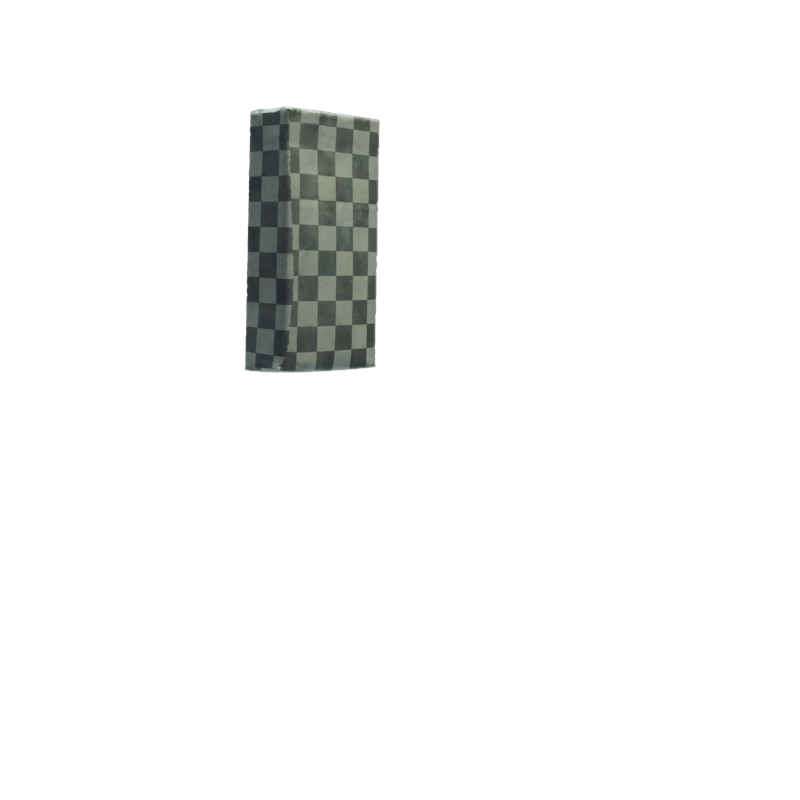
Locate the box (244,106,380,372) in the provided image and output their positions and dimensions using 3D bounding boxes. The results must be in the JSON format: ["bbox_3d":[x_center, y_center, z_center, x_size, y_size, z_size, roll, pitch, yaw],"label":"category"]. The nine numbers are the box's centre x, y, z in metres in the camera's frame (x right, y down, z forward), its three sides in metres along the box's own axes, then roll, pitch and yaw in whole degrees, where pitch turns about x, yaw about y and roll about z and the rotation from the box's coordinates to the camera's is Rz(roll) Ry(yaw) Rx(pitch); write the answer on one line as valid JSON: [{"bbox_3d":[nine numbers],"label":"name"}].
[{"bbox_3d":[-0.060,-0.109,0.763,0.050,0.177,0.090,-2,-2,43],"label":"box"}]
